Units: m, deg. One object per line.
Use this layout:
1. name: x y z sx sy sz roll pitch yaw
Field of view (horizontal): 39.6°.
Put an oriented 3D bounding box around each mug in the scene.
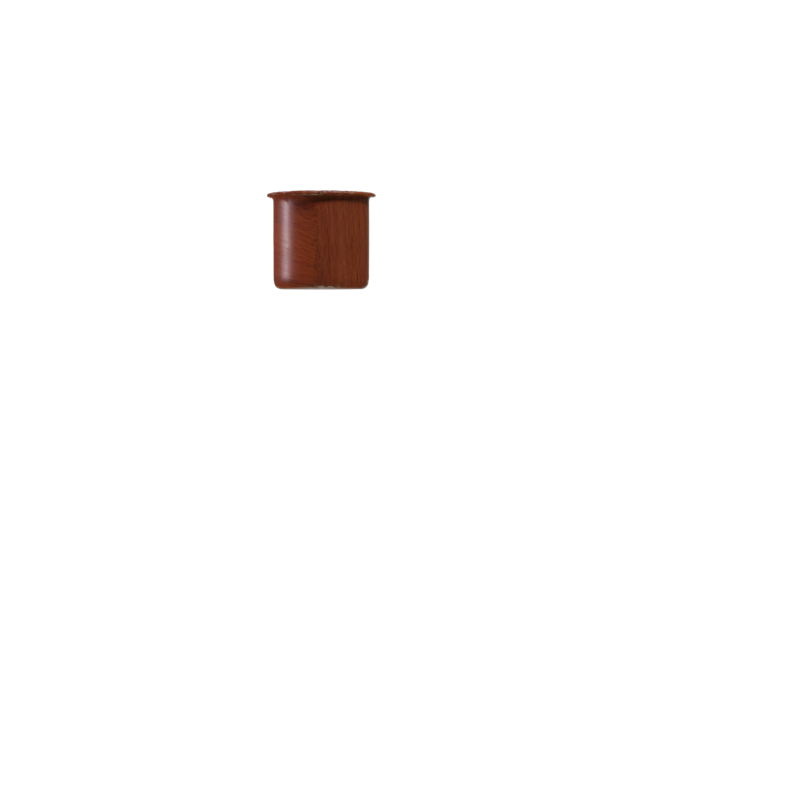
1. mug: -0.075 -0.136 0.955 0.090 0.081 0.122 -2 5 -37
